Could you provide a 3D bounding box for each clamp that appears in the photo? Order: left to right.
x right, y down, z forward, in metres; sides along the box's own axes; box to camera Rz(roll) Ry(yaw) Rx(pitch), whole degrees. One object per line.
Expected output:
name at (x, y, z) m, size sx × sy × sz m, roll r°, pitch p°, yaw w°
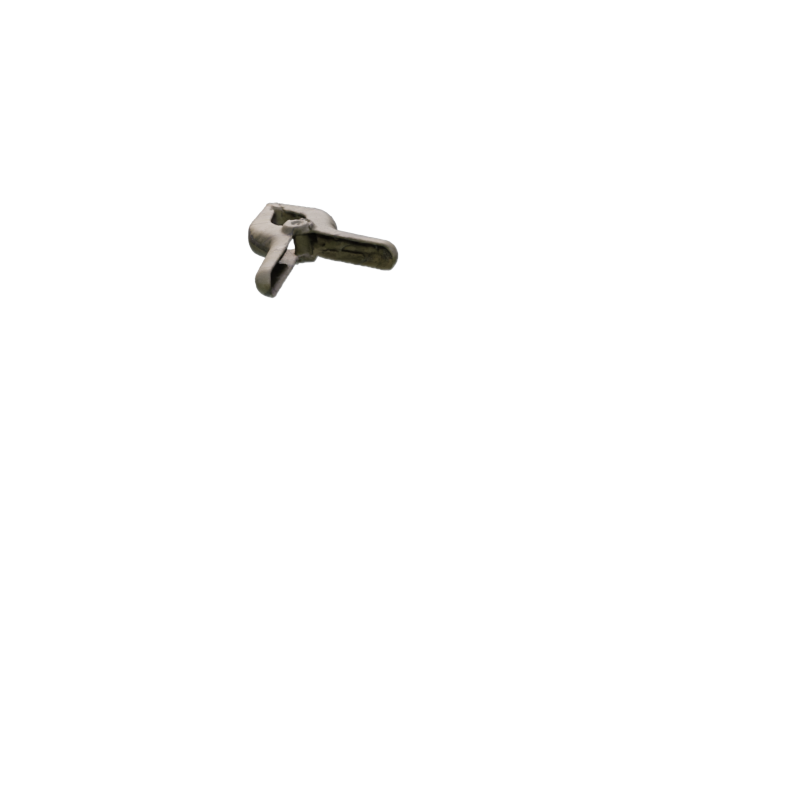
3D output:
clamp at (-0.075, -0.137, 0.958) m, size 0.119 × 0.037 × 0.183 m, roll -6°, pitch 29°, yaw -11°
